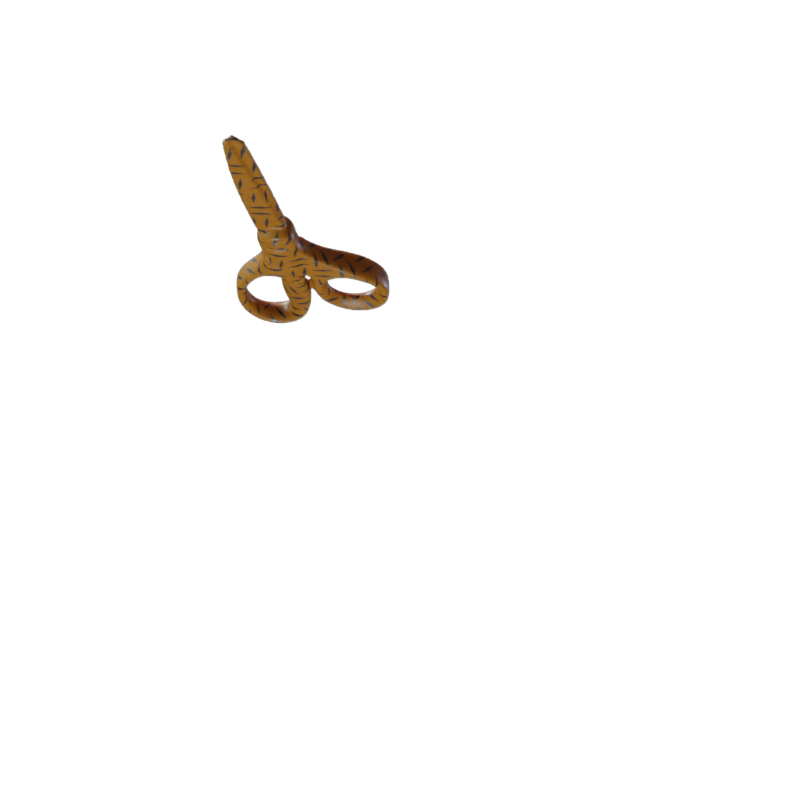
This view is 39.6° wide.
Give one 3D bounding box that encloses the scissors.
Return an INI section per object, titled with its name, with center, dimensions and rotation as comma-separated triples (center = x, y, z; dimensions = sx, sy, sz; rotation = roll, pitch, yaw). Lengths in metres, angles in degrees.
[scissors]
center = -0.045, -0.082, 0.577
dimensions = 0.095, 0.017, 0.194
rotation = 3, -19, -8
